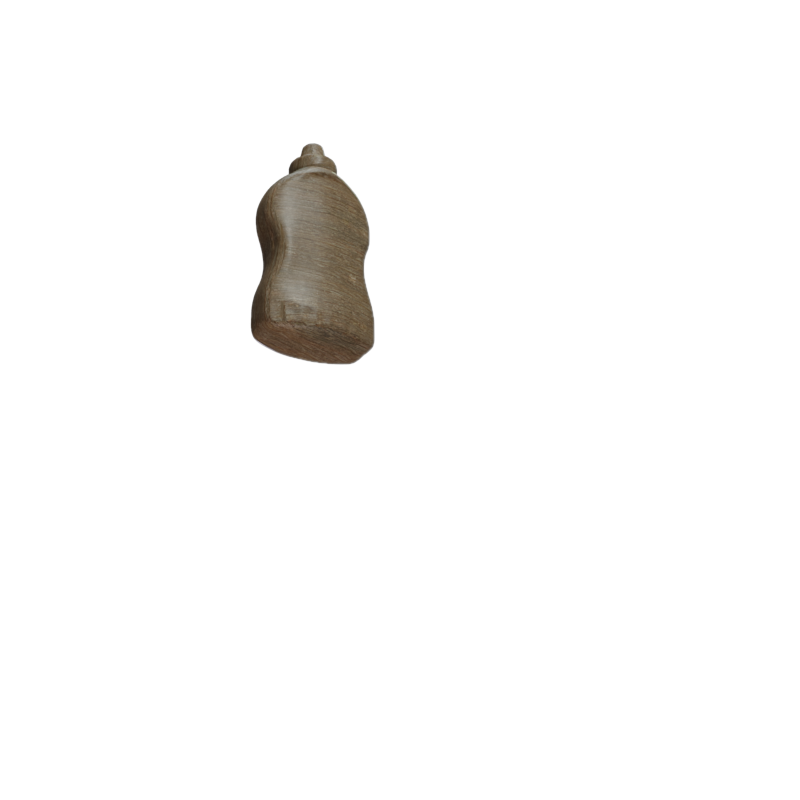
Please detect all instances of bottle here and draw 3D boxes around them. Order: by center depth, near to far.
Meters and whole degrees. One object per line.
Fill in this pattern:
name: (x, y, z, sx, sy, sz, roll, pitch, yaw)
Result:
bottle: (-0.071, -0.128, 0.898, 0.092, 0.204, 0.057, 13, -34, -24)
